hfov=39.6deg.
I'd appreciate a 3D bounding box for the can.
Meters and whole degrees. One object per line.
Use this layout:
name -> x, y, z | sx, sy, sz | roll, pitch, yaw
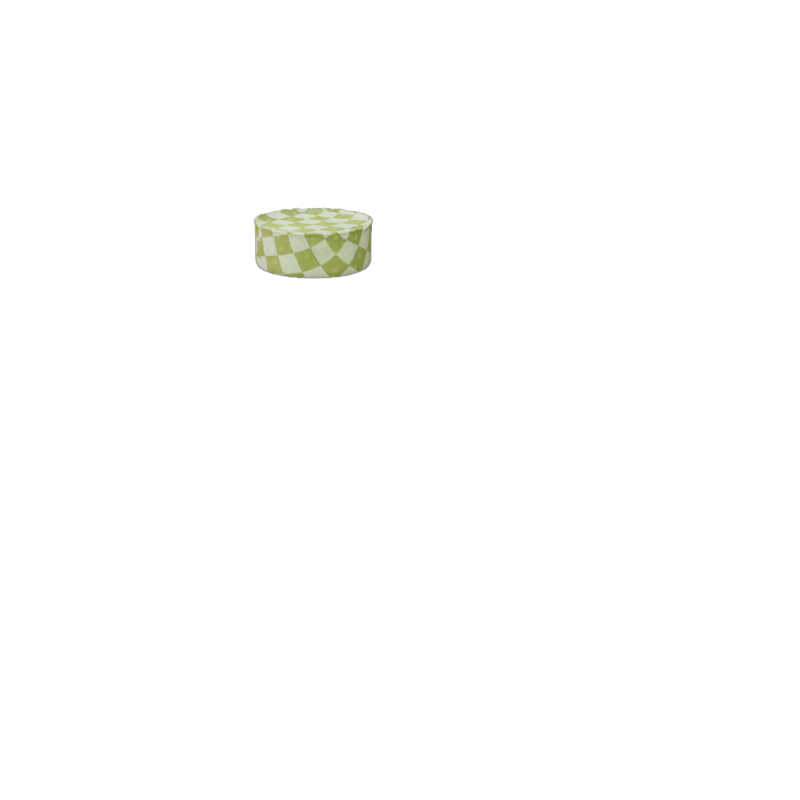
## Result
can -> -0.063, -0.114, 0.800 | 0.086, 0.032, 0.089 | -1, 20, -2
